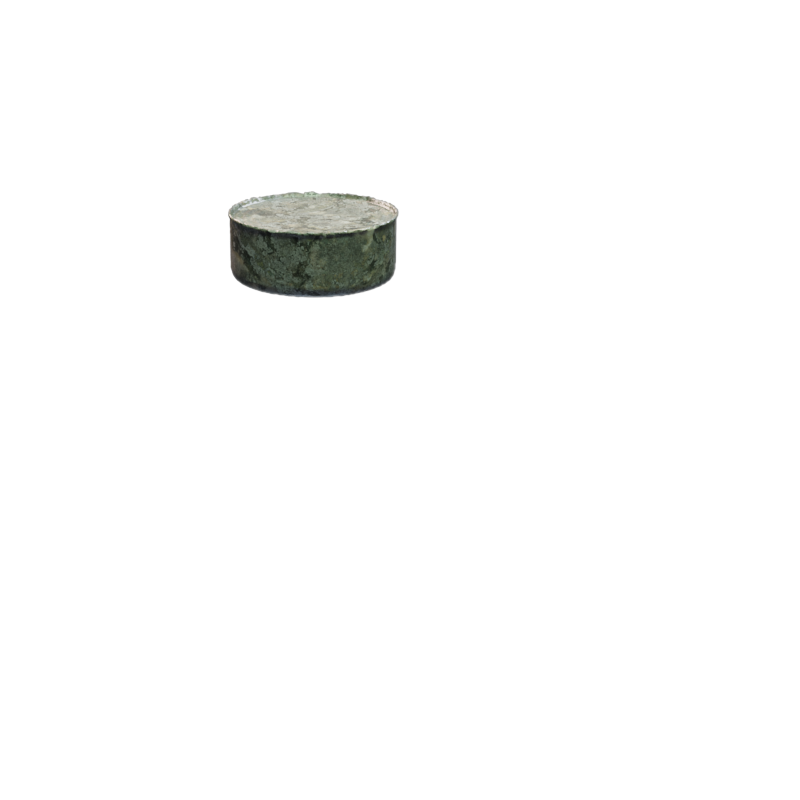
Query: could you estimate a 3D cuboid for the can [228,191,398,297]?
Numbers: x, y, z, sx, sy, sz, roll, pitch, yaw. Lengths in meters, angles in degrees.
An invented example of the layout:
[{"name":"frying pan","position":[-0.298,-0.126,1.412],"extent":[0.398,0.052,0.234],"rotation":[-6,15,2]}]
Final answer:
[{"name":"can","position":[-0.044,-0.080,0.563],"extent":[0.086,0.032,0.090],"rotation":[-1,22,-2]}]
